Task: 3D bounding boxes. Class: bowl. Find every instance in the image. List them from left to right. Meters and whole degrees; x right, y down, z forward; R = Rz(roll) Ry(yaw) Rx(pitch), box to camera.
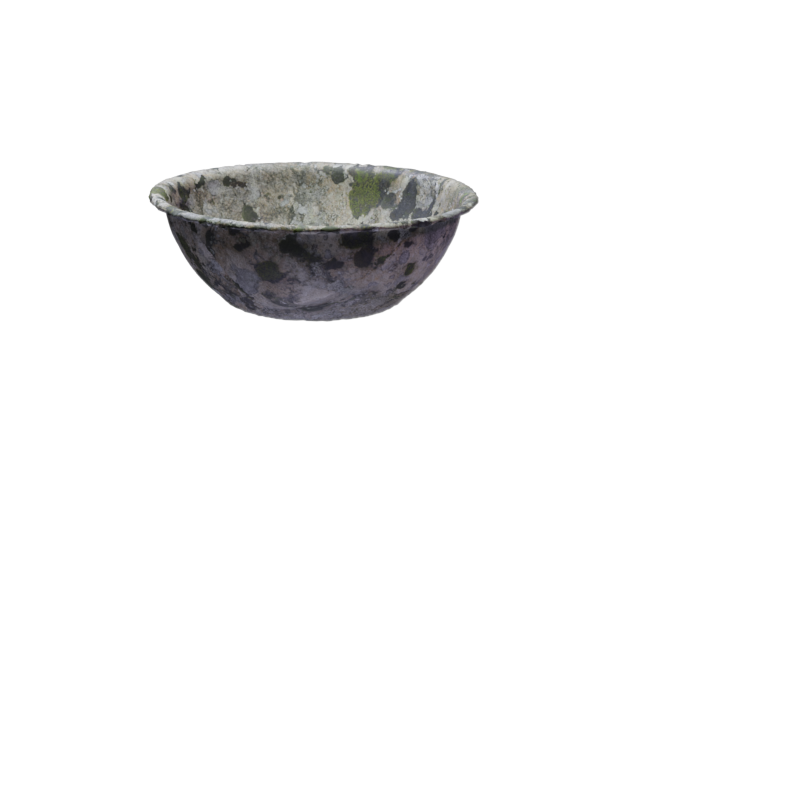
[{"bbox_3d":[-0.043,-0.079,0.553,0.162,0.053,0.169,-1,21,-2],"label":"bowl"}]
